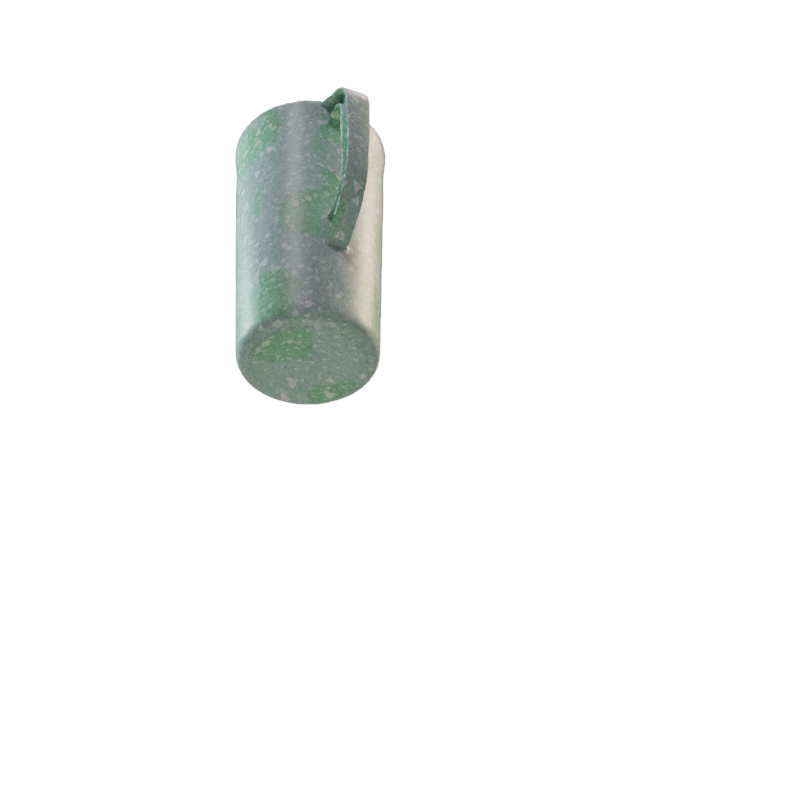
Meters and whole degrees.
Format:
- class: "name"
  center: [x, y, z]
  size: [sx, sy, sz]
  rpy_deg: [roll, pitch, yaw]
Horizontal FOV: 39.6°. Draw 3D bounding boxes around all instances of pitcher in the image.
- class: "pitcher"
  center: [-0.070, -0.128, 0.896]
  size: [0.146, 0.261, 0.137]
  rpy_deg: [-15, -43, 13]
